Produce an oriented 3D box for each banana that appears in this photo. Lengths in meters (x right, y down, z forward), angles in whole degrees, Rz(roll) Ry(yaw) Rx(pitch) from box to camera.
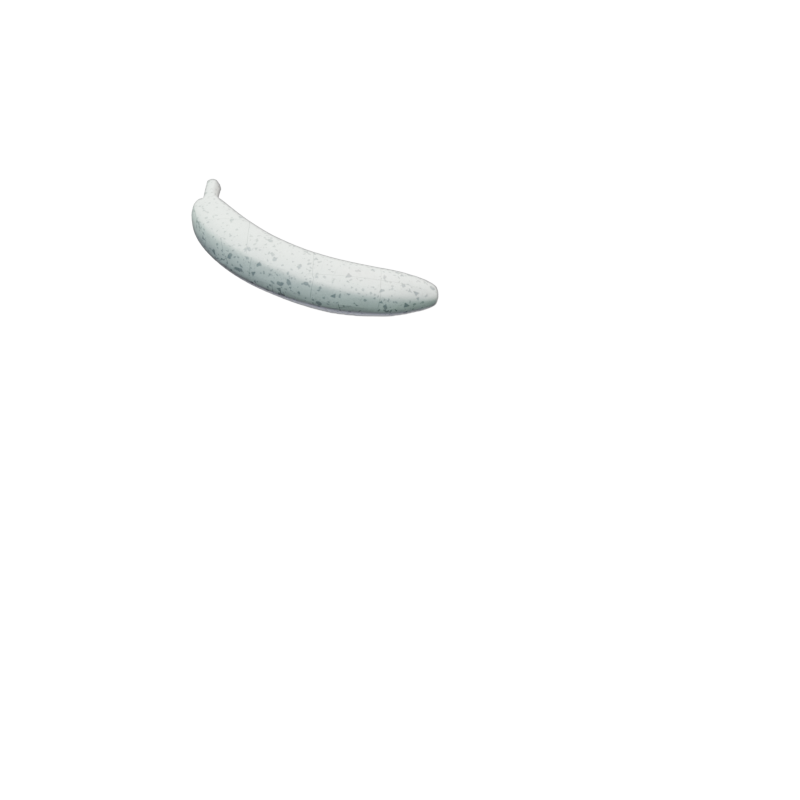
[{"bbox_3d":[-0.073,-0.098,0.754,0.207,0.071,0.034,29,-33,21],"label":"banana"}]
